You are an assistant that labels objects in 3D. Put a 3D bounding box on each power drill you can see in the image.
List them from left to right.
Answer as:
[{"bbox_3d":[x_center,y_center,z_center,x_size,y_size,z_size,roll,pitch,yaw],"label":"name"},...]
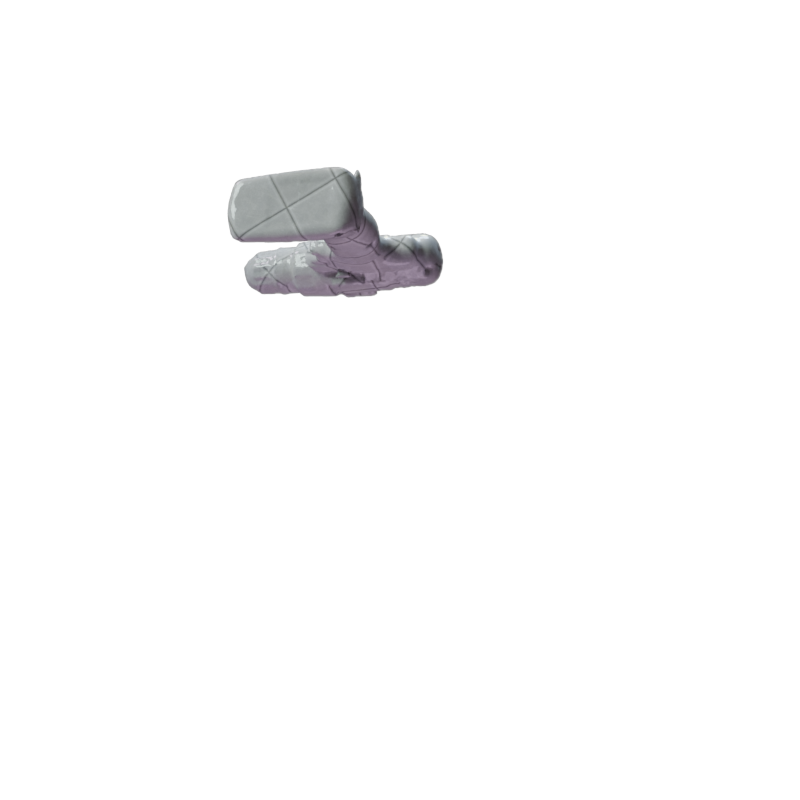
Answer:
[{"bbox_3d":[-0.073,-0.133,0.932,0.188,0.059,0.178,-4,-12,19],"label":"power drill"}]
